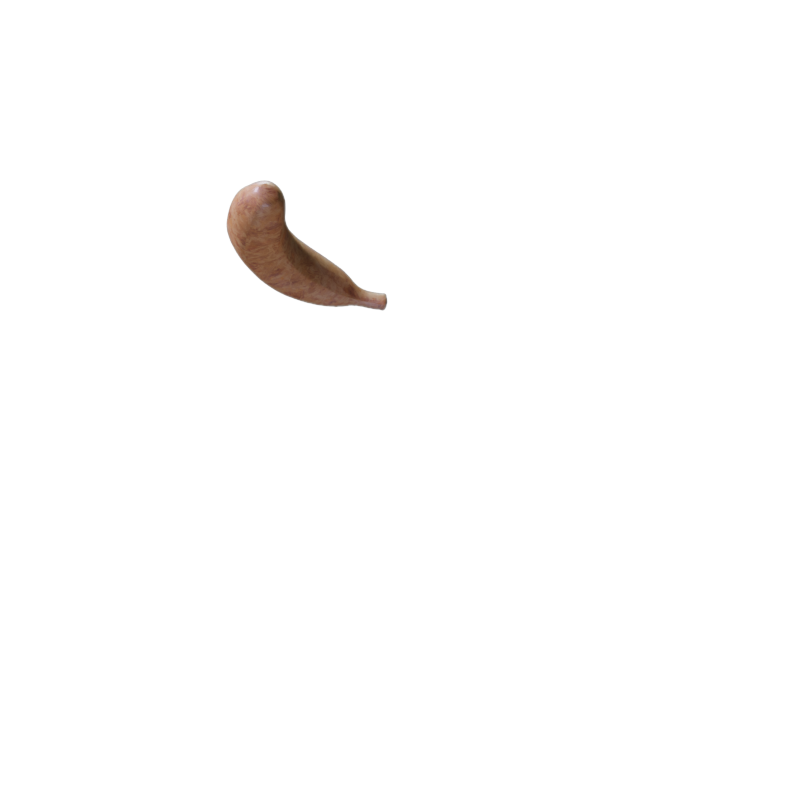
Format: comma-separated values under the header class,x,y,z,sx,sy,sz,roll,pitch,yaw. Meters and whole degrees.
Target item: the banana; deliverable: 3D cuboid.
class,x,y,z,sx,sy,sz,roll,pitch,yaw
banana,-0.072,-0.099,0.724,0.071,0.038,0.186,-6,-16,20
